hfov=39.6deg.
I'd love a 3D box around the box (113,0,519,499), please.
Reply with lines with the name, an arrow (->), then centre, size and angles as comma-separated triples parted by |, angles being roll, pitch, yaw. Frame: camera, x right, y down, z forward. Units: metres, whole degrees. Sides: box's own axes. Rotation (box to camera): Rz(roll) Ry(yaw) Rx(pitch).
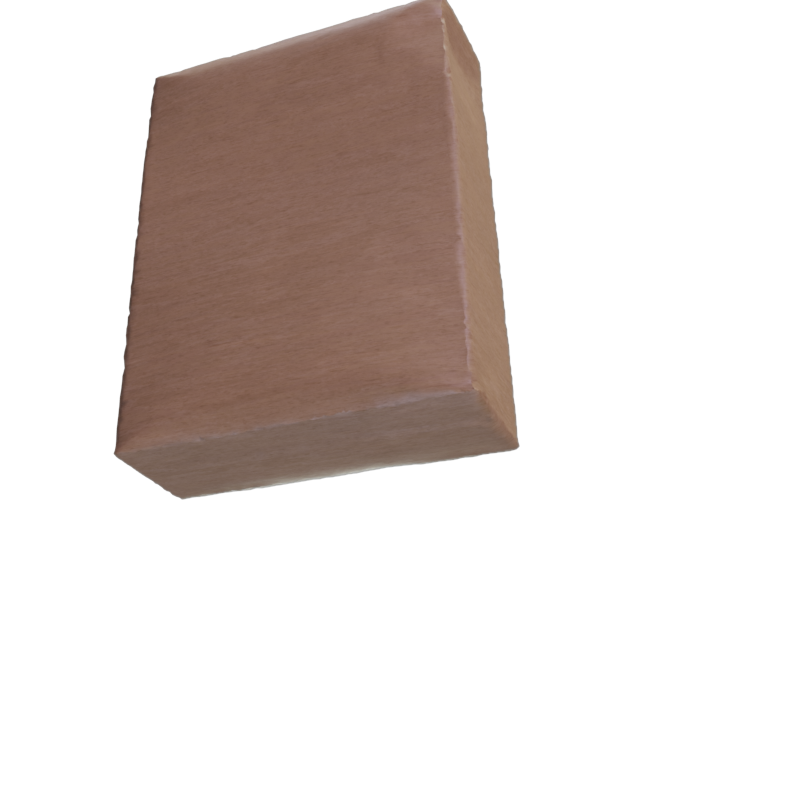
box -> -0.041, -0.075, 0.522 | 0.166, 0.227, 0.066 | -11, -31, 18
